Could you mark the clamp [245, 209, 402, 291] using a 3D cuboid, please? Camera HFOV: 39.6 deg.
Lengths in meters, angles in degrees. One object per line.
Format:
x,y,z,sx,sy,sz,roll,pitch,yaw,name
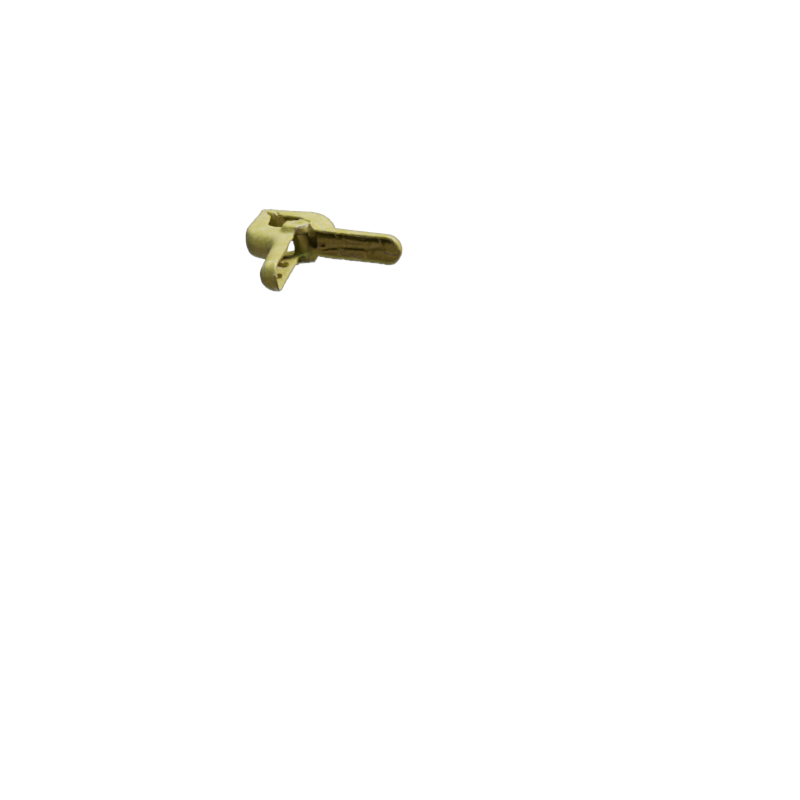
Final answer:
-0.074,-0.135,0.948,0.118,0.037,0.182,-7,25,-15,clamp
